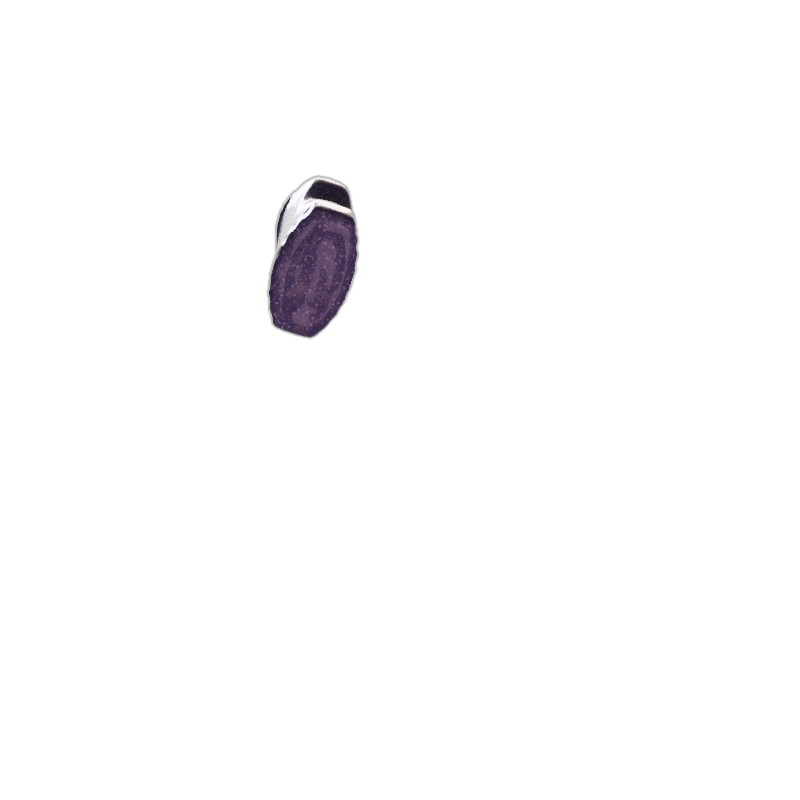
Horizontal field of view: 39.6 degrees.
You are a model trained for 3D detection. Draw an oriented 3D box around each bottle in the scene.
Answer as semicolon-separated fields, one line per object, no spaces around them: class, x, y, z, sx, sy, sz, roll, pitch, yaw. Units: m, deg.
bottle;-0.069;-0.124;0.871;0.057;0.093;0.200;16;19;-10
